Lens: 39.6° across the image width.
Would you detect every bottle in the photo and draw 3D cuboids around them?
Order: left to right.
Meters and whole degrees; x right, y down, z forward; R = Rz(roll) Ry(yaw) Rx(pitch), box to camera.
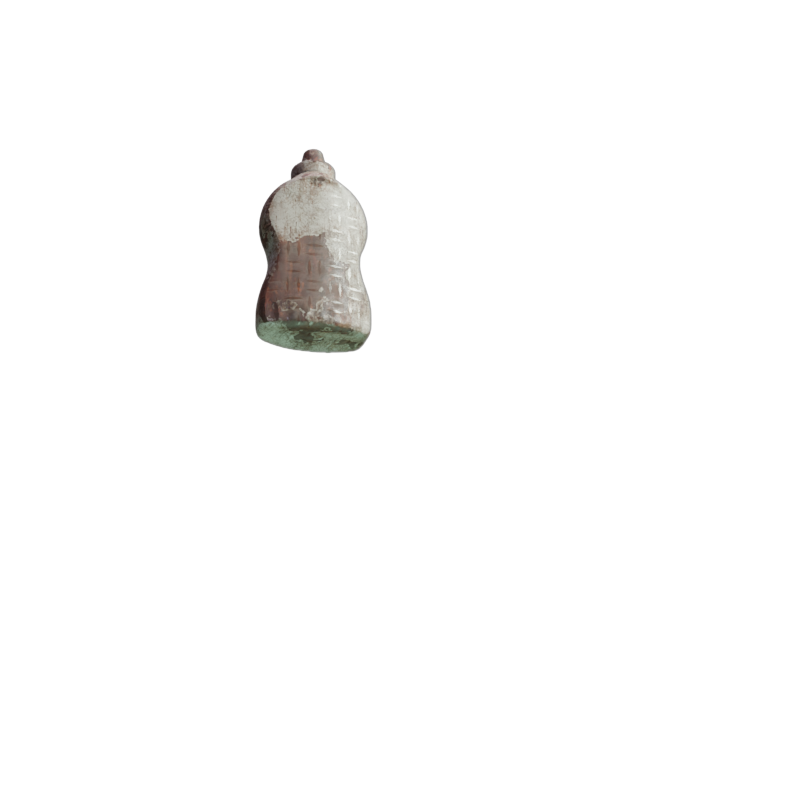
[{"bbox_3d":[-0.076,-0.139,0.973,0.094,0.204,0.056,5,-30,-12],"label":"bottle"}]
